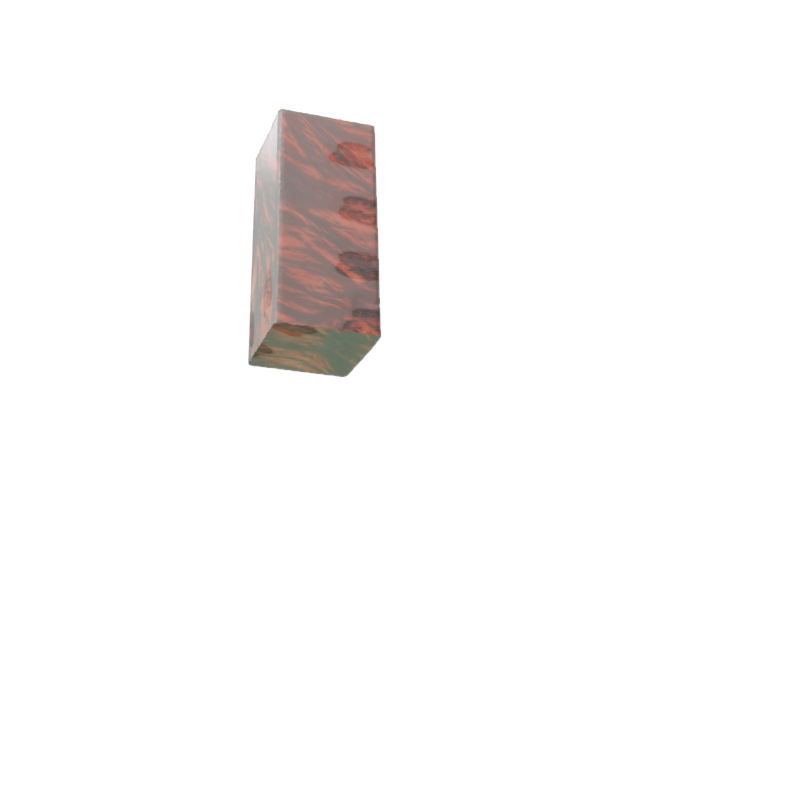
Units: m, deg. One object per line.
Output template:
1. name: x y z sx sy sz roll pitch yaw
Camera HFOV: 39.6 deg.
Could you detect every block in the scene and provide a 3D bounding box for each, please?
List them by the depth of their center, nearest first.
1. block: -0.075 -0.136 0.954 0.088 0.219 0.087 8 -29 -18
